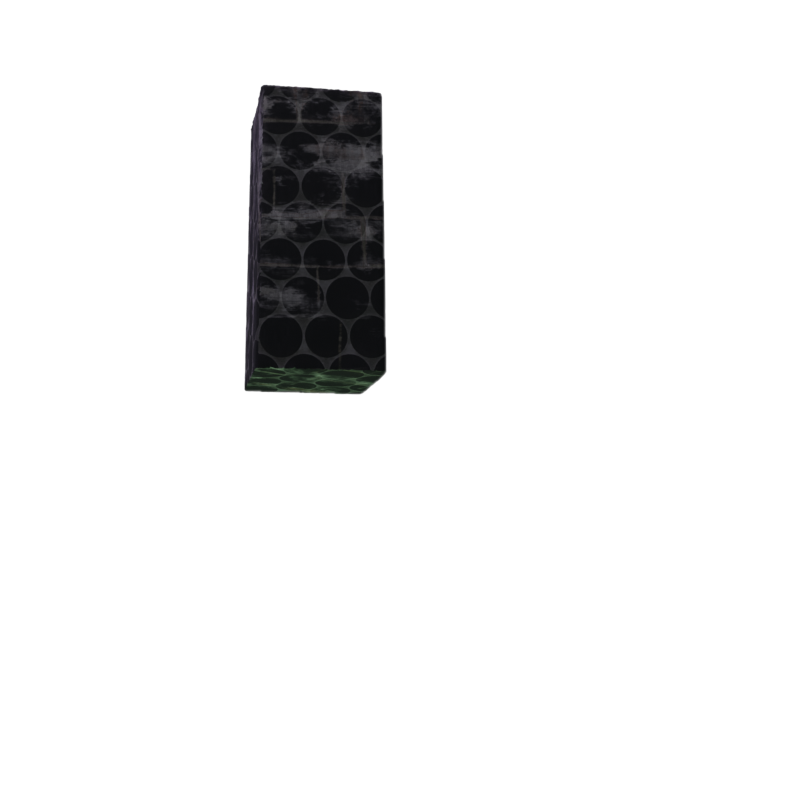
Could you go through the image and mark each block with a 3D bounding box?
[{"bbox_3d":[-0.063,-0.115,0.807,0.089,0.215,0.088,2,-17,-11],"label":"block"}]
